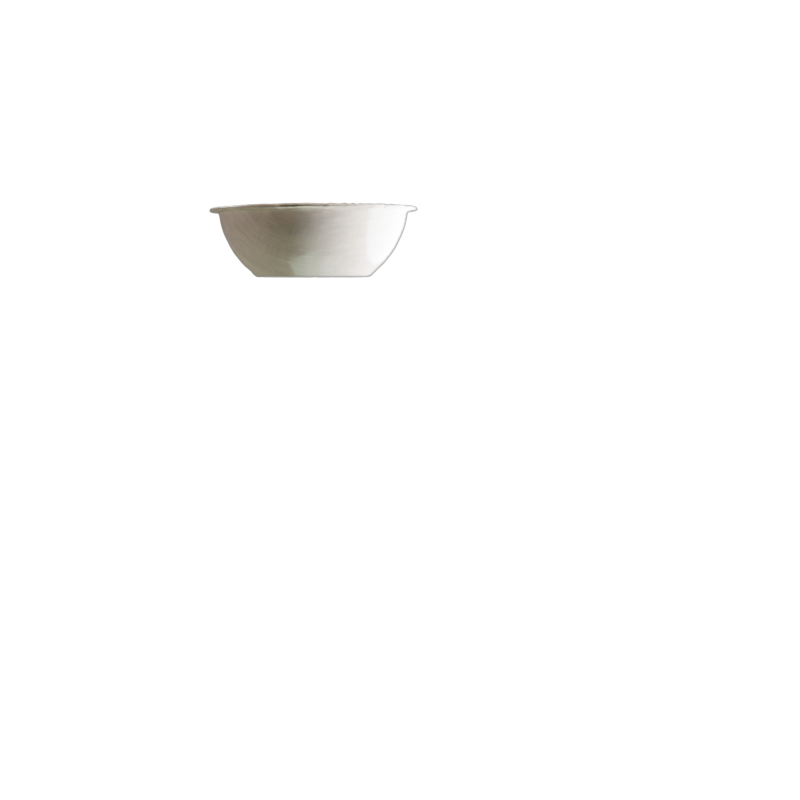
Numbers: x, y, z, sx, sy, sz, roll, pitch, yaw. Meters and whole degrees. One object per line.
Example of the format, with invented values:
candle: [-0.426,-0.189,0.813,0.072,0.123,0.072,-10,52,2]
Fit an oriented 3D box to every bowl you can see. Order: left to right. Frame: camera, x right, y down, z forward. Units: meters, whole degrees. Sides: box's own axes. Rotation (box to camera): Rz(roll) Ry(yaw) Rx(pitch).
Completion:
bowl: [-0.068,-0.123,0.864,0.162,0.055,0.164,0,6,-2]
